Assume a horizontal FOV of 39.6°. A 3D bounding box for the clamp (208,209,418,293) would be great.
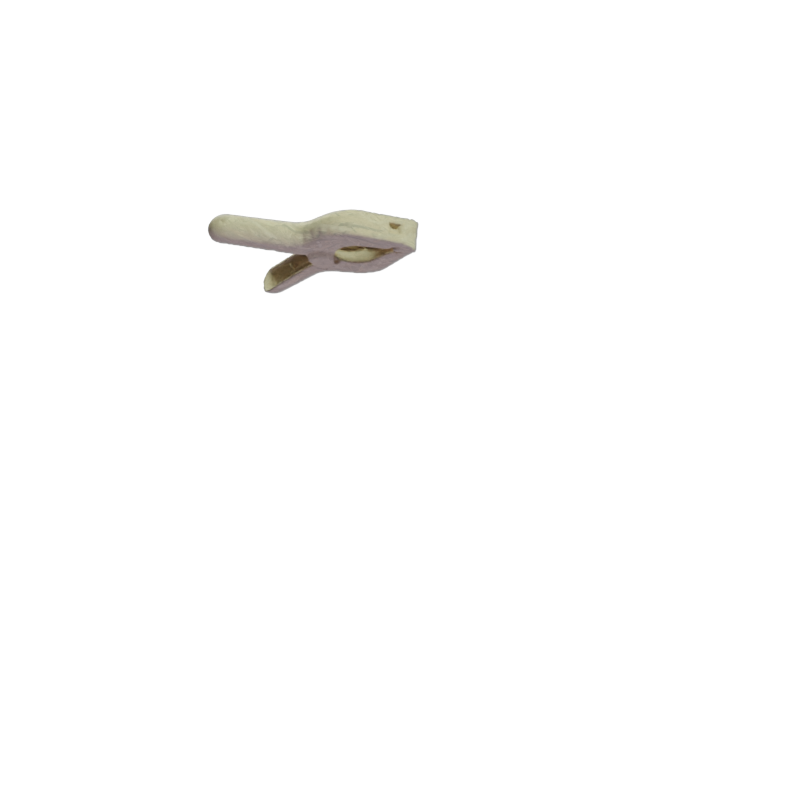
[{"bbox_3d":[-0.073,-0.133,0.932,0.175,0.041,0.112,-10,-20,29],"label":"clamp"}]
